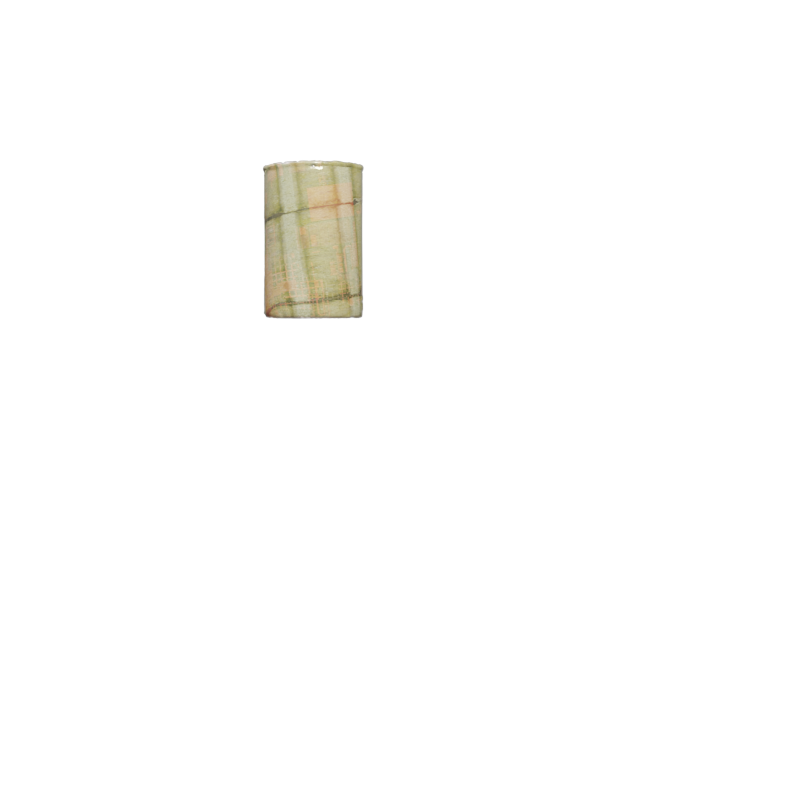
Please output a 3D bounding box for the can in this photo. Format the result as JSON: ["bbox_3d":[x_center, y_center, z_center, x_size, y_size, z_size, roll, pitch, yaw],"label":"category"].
[{"bbox_3d":[-0.058,-0.106,0.745,0.068,0.103,0.068,0,0,-2],"label":"can"}]
